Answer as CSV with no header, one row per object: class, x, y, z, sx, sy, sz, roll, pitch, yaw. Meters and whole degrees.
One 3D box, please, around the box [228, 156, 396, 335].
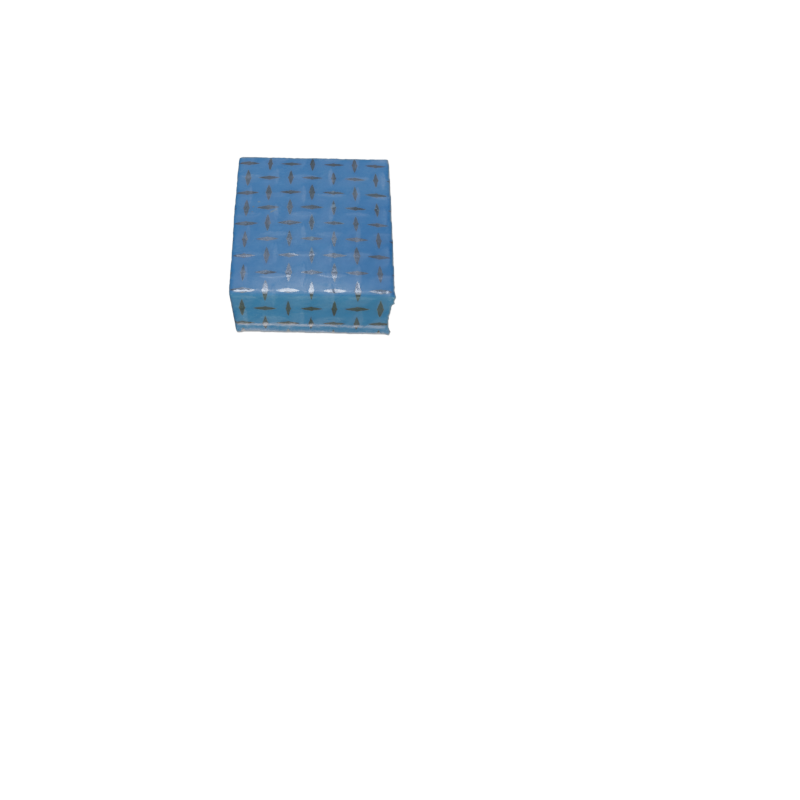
box,-0.050,-0.091,0.636,0.090,0.122,0.036,-1,-38,-1
